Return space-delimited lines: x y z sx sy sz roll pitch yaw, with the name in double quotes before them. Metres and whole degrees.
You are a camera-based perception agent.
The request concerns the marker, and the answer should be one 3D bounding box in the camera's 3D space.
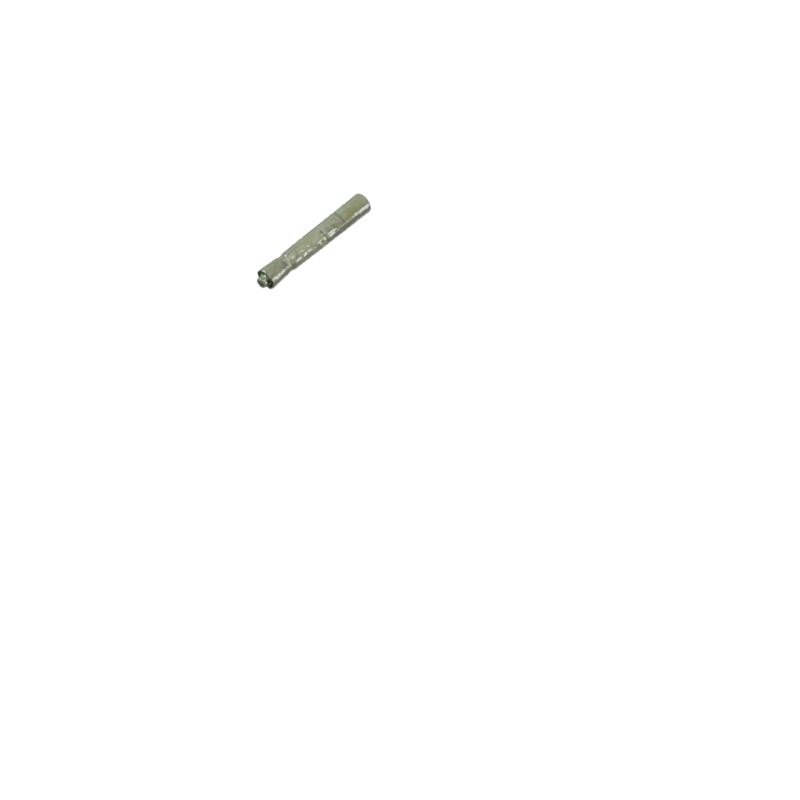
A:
"marker" -0.071 -0.130 0.913 0.122 0.019 0.021 -42 25 -26
